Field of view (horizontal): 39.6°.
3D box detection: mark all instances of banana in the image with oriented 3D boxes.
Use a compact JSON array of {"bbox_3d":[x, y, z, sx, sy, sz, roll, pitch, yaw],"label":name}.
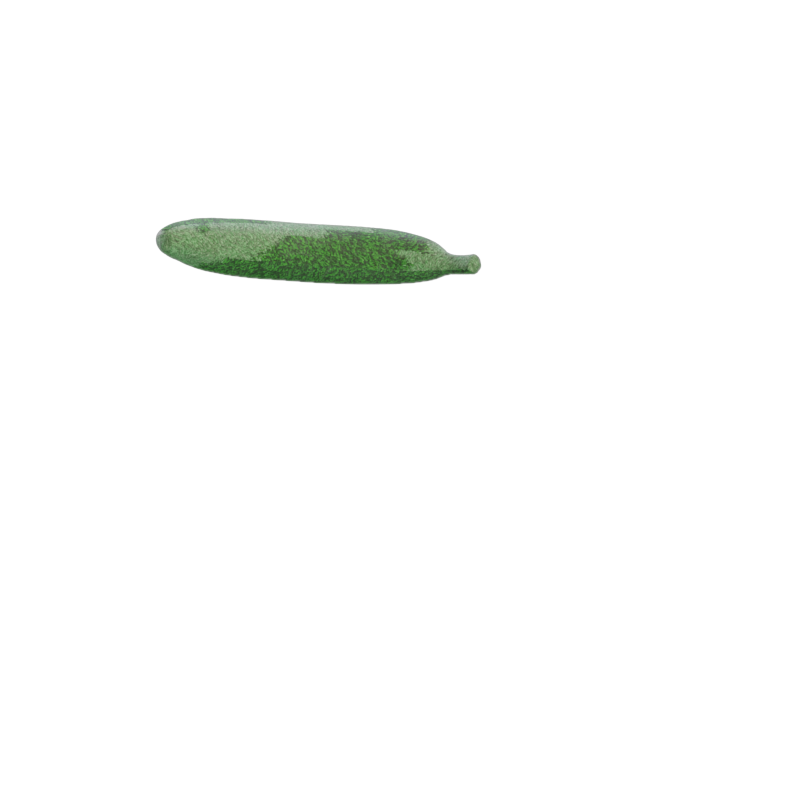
[{"bbox_3d":[-0.054,-0.094,0.690,0.194,0.038,0.069,1,-7,-12],"label":"banana"}]
